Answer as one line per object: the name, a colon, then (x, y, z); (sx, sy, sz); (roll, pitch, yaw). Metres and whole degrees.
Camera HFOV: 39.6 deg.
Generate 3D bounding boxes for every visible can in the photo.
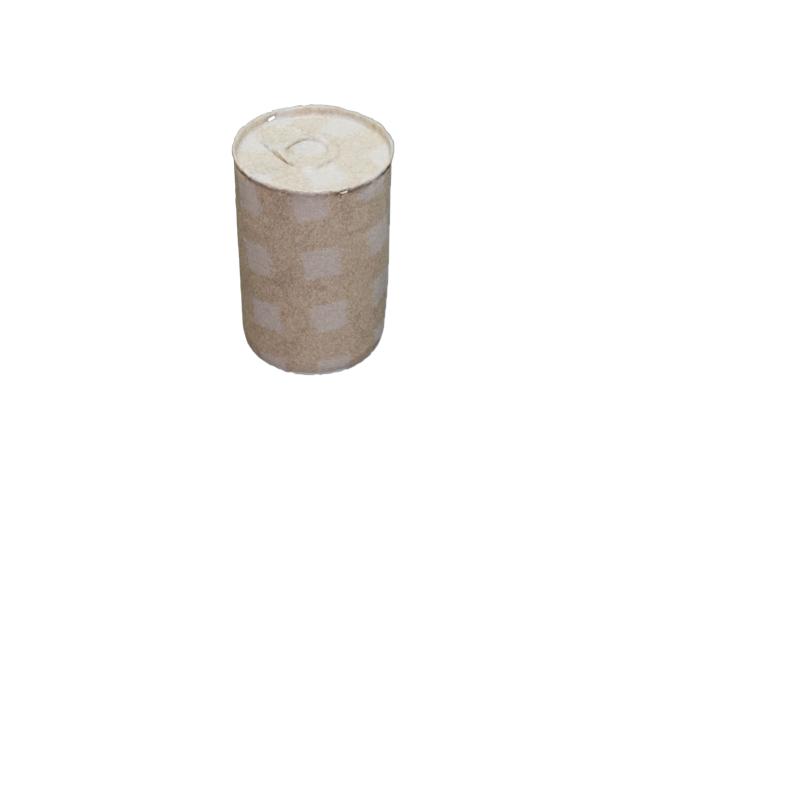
can: (-0.038, -0.070, 0.491); (0.068, 0.095, 0.073); (0, 41, -3)
